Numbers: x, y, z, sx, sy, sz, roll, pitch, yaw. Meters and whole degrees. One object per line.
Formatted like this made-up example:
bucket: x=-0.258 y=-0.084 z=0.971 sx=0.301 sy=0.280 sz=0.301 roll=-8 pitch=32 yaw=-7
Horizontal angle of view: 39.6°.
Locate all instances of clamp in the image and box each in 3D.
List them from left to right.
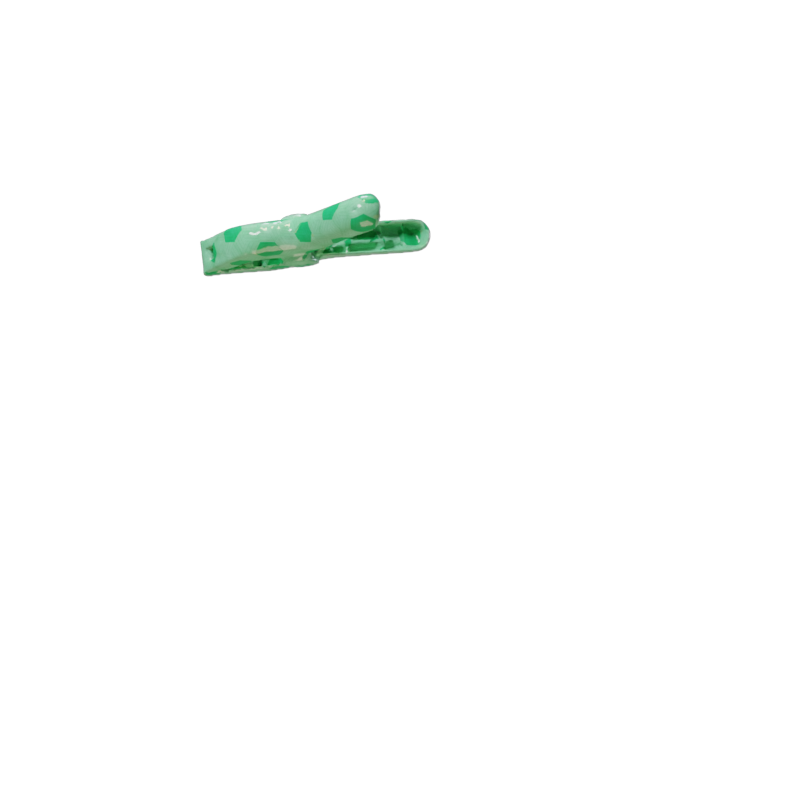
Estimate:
clamp: x=-0.065 y=-0.118 z=0.824 sx=0.176 sy=0.040 sz=0.114 roll=-5 pitch=-10 yaw=30
